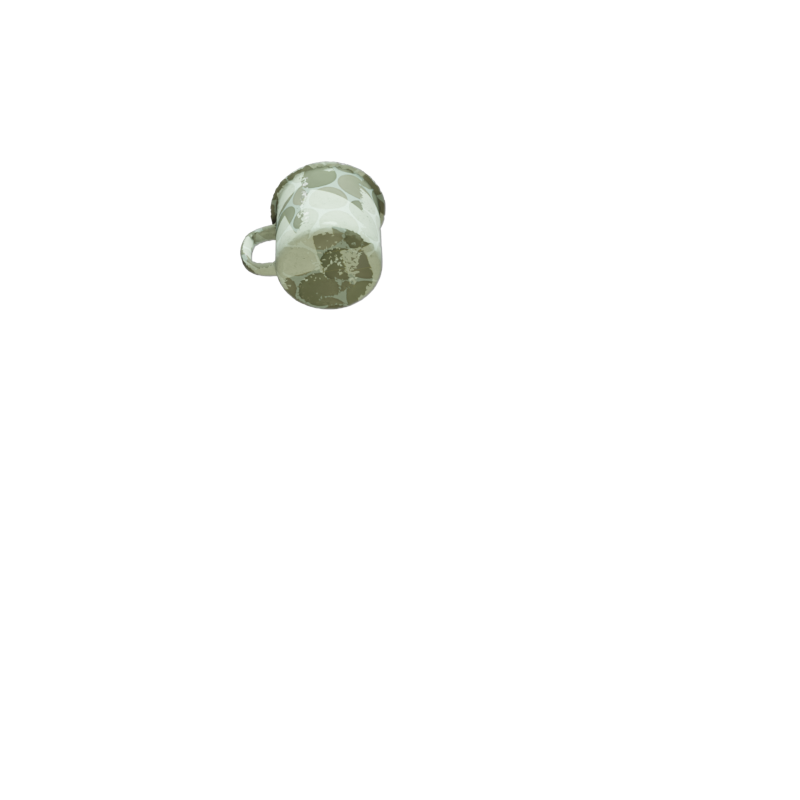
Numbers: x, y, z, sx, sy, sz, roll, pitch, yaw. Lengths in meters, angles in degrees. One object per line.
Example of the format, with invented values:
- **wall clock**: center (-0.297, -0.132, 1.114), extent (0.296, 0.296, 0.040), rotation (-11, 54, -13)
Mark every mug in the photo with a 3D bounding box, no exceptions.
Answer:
- **mug**: center (-0.067, -0.123, 0.862), extent (0.118, 0.086, 0.087), rotation (-8, 39, 5)
